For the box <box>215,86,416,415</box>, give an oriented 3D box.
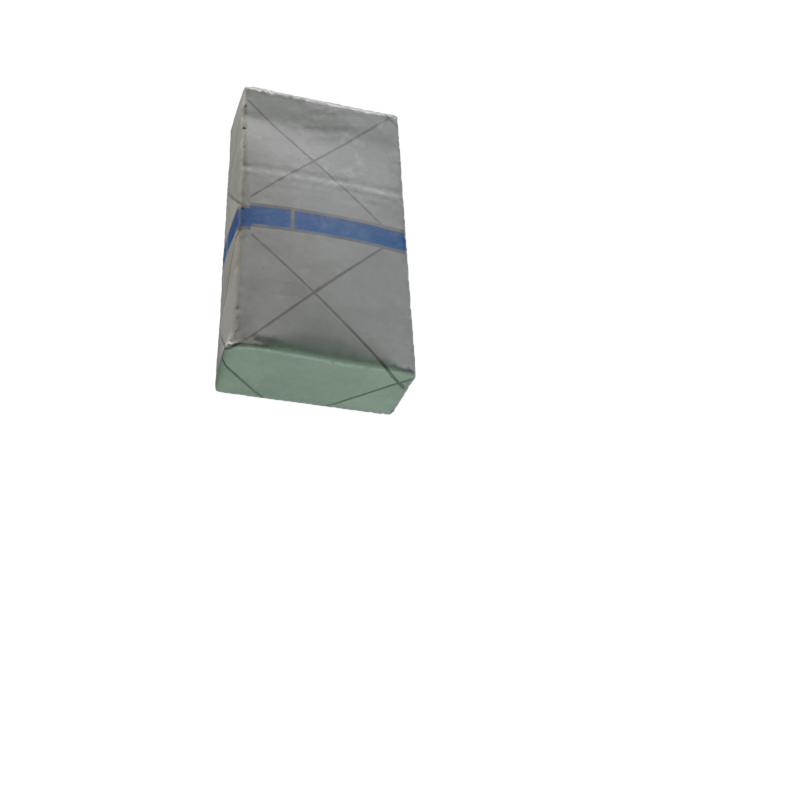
[{"bbox_3d":[-0.046,-0.083,0.584,0.091,0.189,0.046,8,-39,-14],"label":"box"}]
